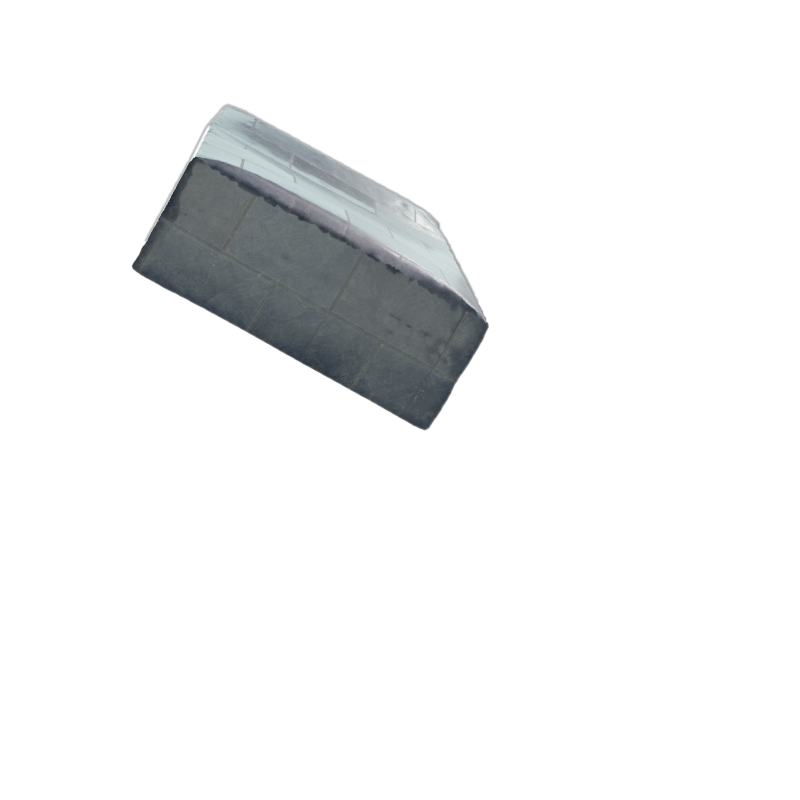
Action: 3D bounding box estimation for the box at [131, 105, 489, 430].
[{"bbox_3d":[-0.048,-0.088,0.616,0.161,0.070,0.223,28,17,-12],"label":"box"}]
